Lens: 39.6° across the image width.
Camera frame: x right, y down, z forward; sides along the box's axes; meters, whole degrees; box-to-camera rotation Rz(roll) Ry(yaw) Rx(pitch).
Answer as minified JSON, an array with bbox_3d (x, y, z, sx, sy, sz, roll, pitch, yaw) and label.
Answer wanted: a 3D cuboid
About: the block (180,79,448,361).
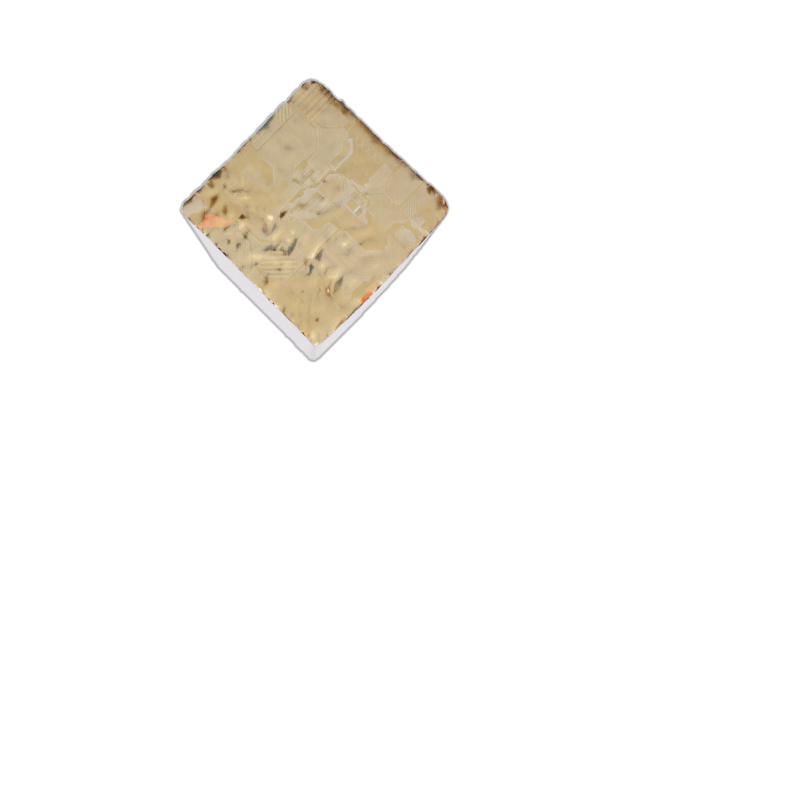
[{"bbox_3d":[-0.046,-0.086,0.597,0.091,0.090,0.204,44,-4,-2],"label":"block"}]
